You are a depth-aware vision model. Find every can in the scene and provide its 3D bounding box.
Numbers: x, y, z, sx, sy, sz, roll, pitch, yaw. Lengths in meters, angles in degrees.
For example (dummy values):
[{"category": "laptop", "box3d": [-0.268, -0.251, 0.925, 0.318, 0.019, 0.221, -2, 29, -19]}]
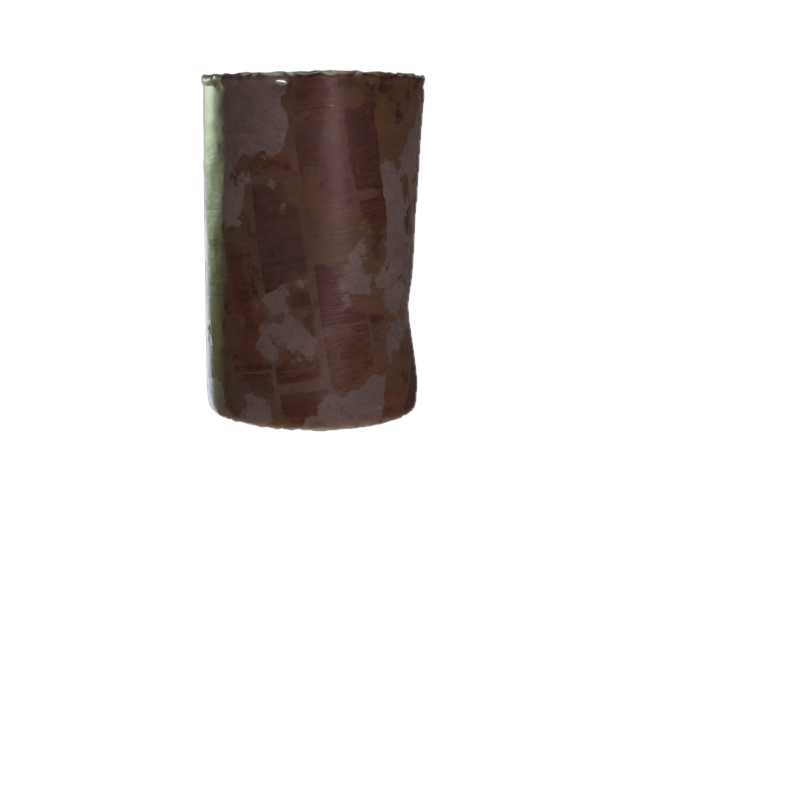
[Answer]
[{"category": "can", "box3d": [-0.027, -0.049, 0.343, 0.068, 0.100, 0.070, 0, 9, -2]}]
